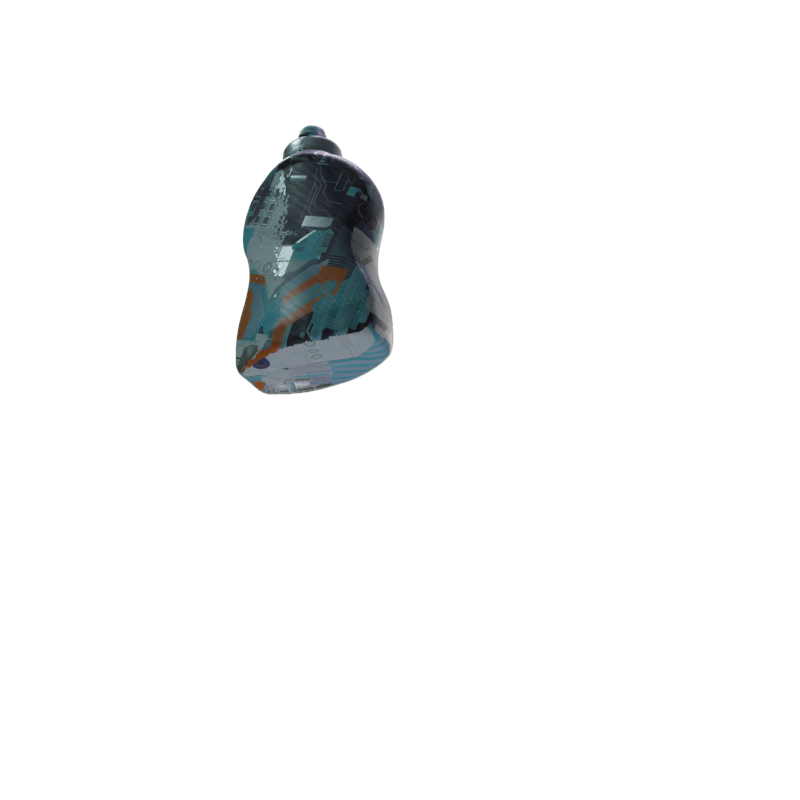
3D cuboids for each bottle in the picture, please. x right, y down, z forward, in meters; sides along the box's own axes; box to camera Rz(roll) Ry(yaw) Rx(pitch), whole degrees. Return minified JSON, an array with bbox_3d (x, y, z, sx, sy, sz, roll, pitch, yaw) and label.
[{"bbox_3d":[-0.056,-0.103,0.717,0.097,0.205,0.054,-19,-38,23],"label":"bottle"}]
